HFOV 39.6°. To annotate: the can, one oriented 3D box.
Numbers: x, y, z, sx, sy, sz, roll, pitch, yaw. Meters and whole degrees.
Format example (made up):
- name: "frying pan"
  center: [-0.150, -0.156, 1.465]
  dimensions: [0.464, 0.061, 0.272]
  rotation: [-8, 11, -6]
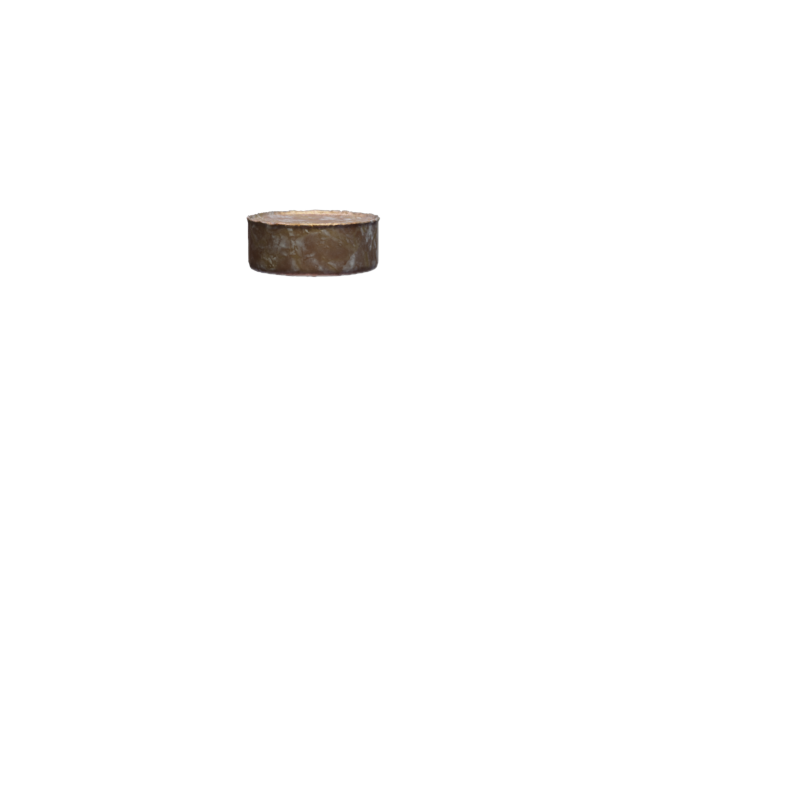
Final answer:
- name: "can"
  center: [-0.056, -0.102, 0.715]
  dimensions: [0.086, 0.033, 0.088]
  rotation: [0, 14, -2]
